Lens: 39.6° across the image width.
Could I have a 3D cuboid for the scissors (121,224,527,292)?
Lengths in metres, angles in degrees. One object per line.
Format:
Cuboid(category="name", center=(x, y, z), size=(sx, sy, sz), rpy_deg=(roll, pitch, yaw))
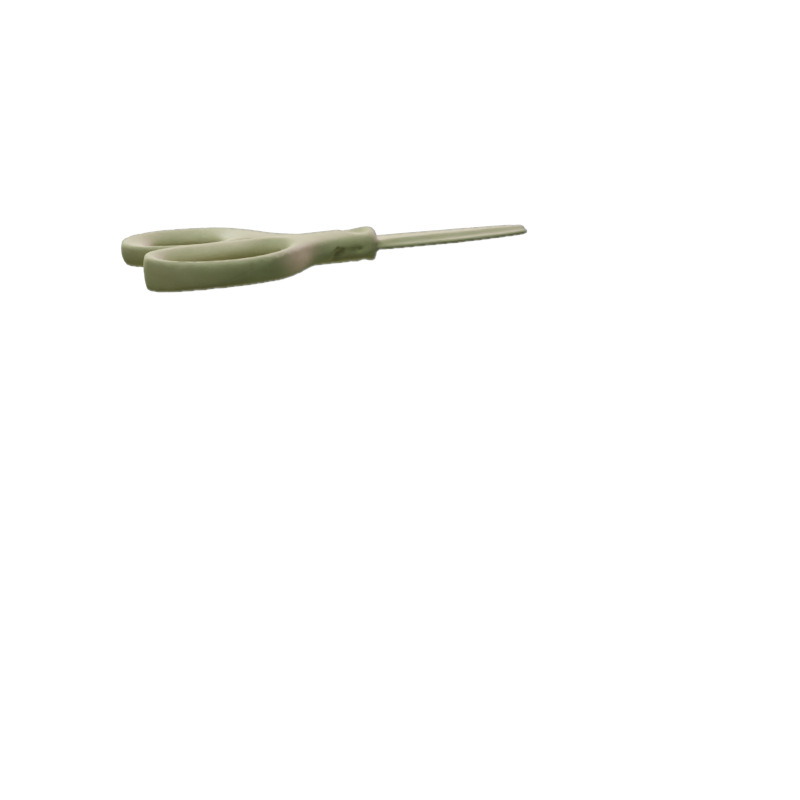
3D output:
Cuboid(category="scissors", center=(-0.040, -0.073, 0.512), size=(0.101, 0.015, 0.197), rpy_deg=(16, 23, 42))
